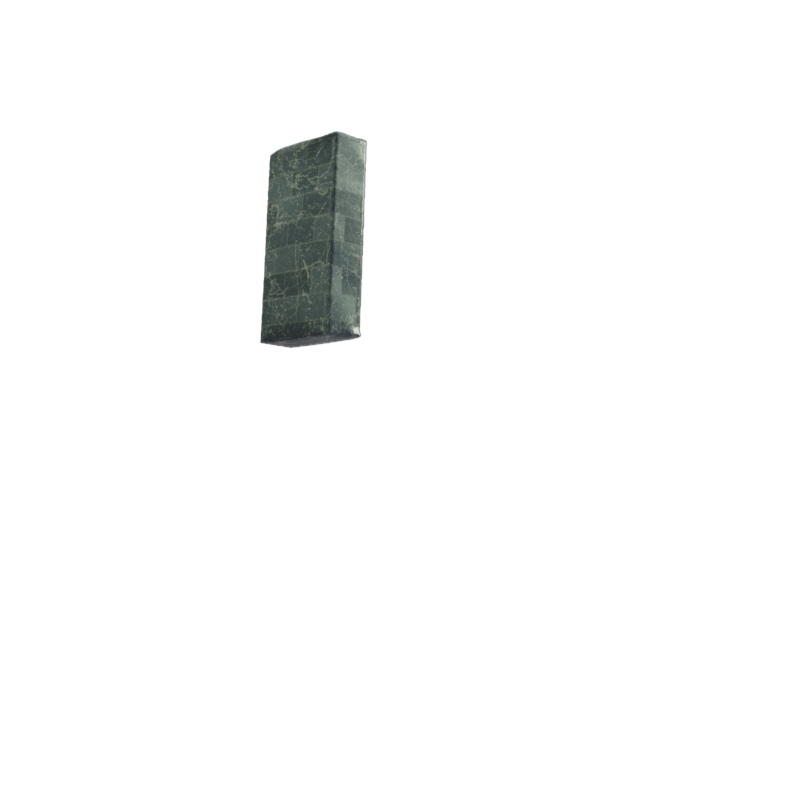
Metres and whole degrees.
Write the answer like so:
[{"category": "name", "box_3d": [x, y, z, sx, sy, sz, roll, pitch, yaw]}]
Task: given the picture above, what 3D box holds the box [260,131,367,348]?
[{"category": "box", "box_3d": [-0.076, -0.138, 0.965, 0.046, 0.181, 0.096, 10, -14, -43]}]
